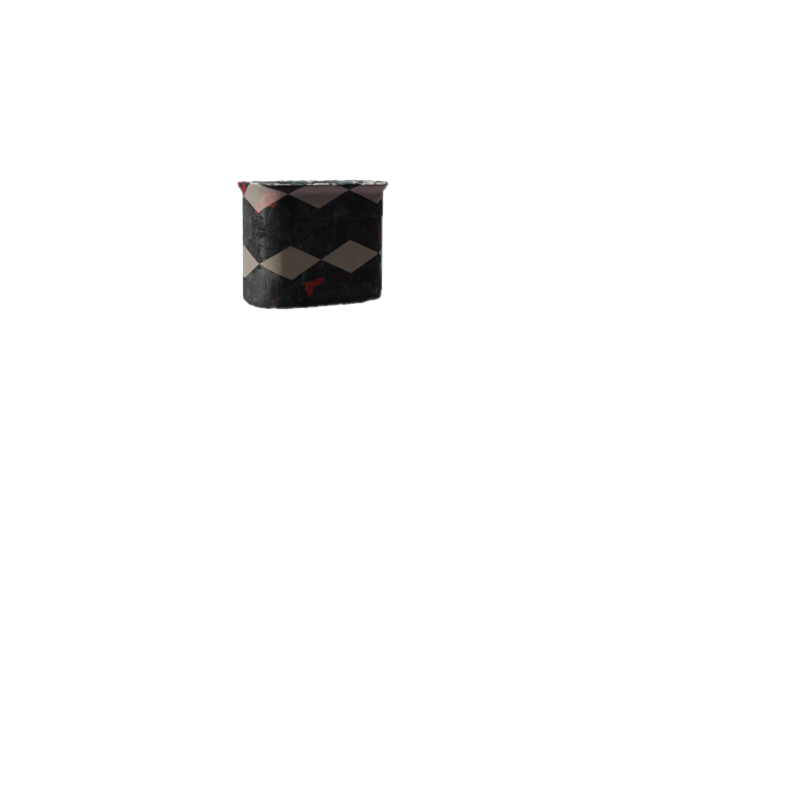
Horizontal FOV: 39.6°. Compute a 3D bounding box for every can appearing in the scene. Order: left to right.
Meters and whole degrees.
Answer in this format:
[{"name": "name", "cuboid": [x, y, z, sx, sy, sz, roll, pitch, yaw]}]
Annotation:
[{"name": "can", "cuboid": [-0.060, -0.109, 0.765, 0.099, 0.082, 0.060, -5, 9, -29]}]
